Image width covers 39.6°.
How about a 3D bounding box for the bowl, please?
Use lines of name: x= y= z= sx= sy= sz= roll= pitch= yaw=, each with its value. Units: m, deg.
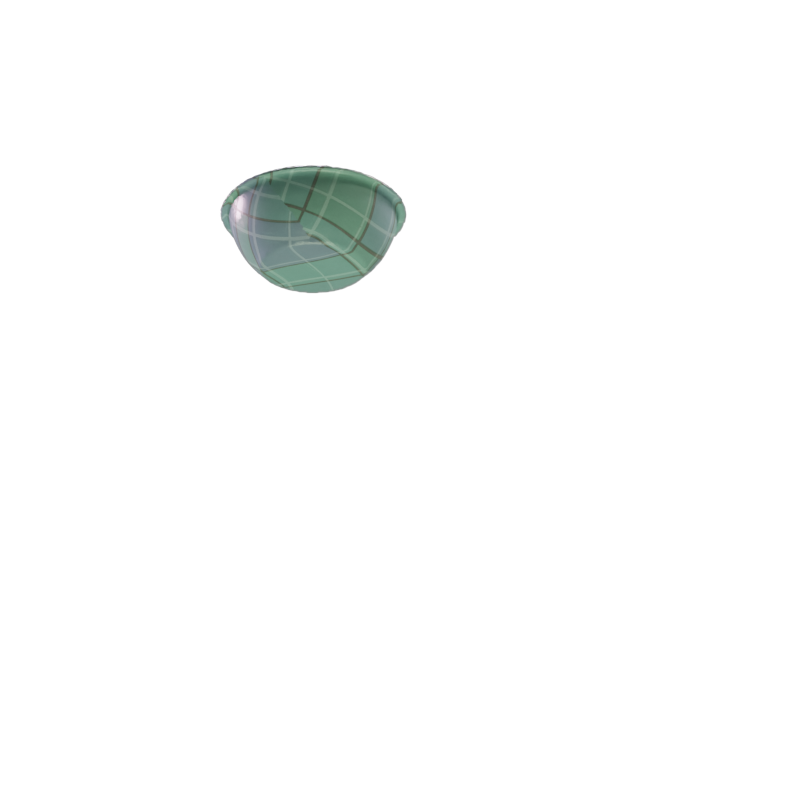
bowl: x=-0.075 y=-0.137 z=0.956 sx=0.162 sy=0.058 sz=0.153 roll=1 pitch=-23 yaw=-2
